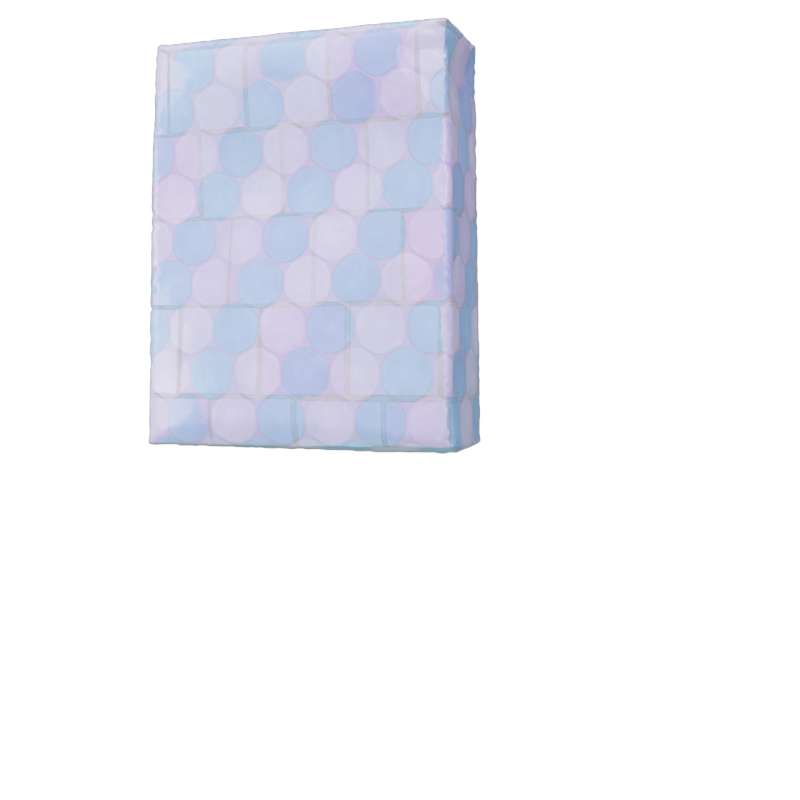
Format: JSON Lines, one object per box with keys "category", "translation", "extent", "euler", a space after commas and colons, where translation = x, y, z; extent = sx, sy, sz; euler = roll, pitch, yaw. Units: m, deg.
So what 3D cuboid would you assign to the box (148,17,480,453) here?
{"category": "box", "translation": [-0.046, -0.083, 0.581], "extent": [0.168, 0.216, 0.069], "euler": [-1, -4, 18]}
